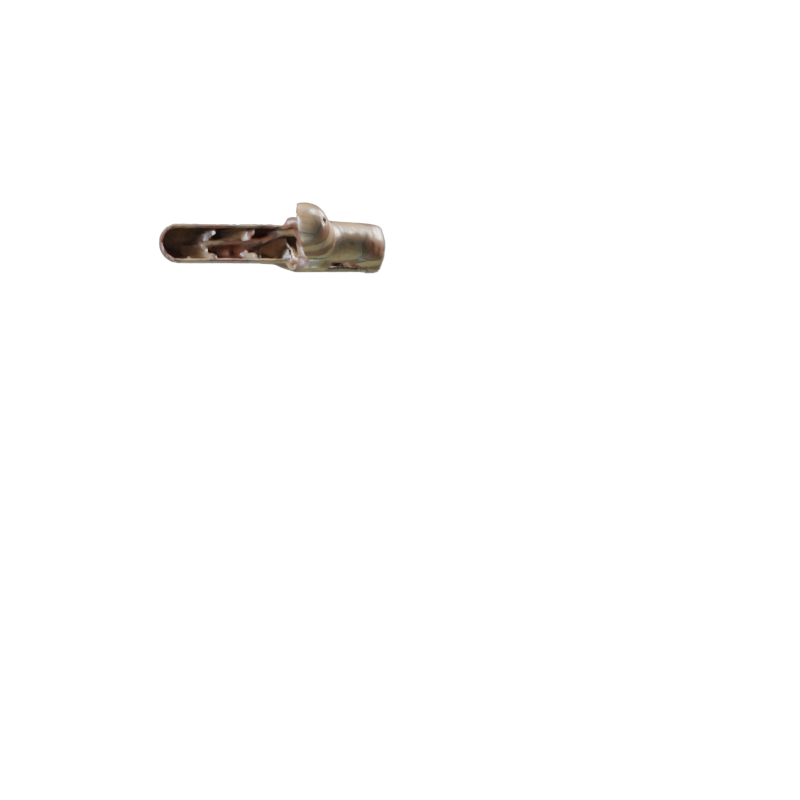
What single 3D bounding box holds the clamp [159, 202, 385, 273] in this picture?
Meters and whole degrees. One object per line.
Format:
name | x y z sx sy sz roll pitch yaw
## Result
clamp | -0.056 -0.103 0.720 0.125 0.039 0.165 4 7 41
